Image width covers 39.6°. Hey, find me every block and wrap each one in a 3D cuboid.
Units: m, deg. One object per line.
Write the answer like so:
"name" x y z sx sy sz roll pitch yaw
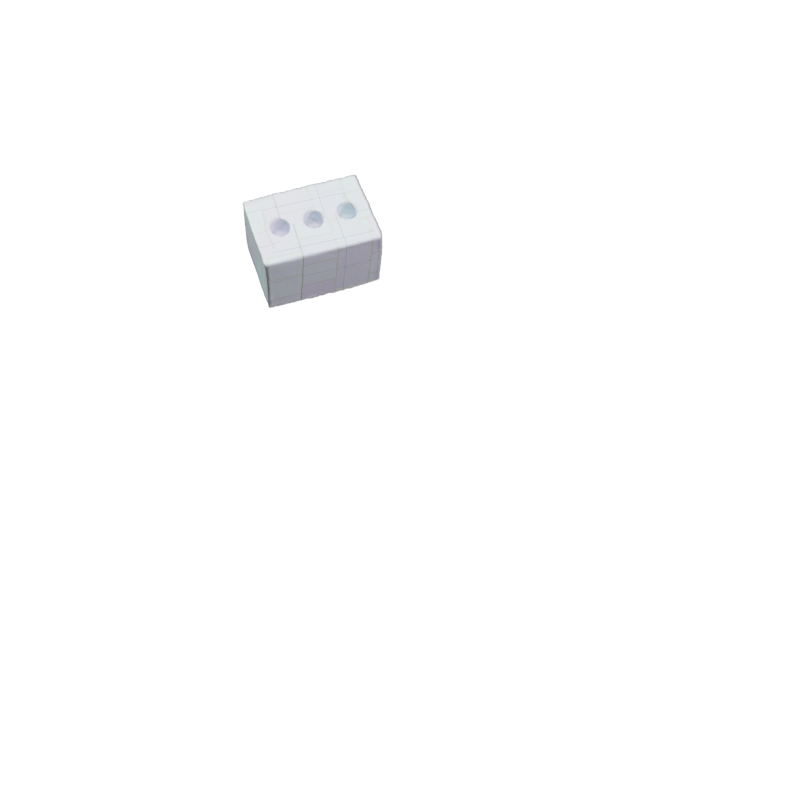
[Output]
"block" -0.055 -0.101 0.707 0.077 0.057 0.048 -16 -30 -11
